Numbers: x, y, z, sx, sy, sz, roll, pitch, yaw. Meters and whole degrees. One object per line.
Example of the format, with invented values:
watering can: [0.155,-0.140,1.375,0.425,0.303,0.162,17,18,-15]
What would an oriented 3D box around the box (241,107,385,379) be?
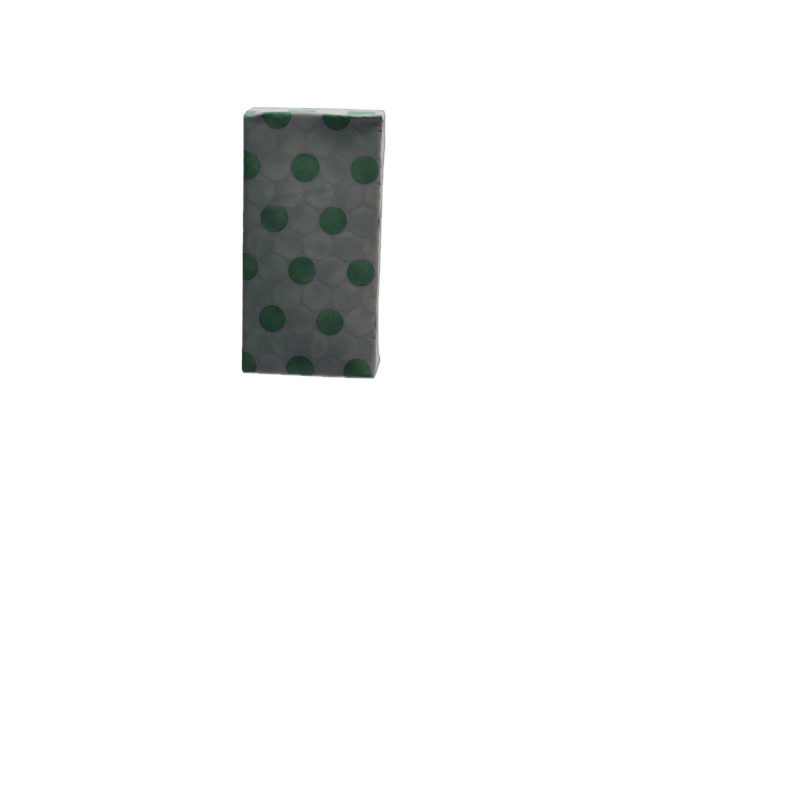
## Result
box: [-0.058,-0.106,0.740,0.094,0.171,0.049,2,13,5]
